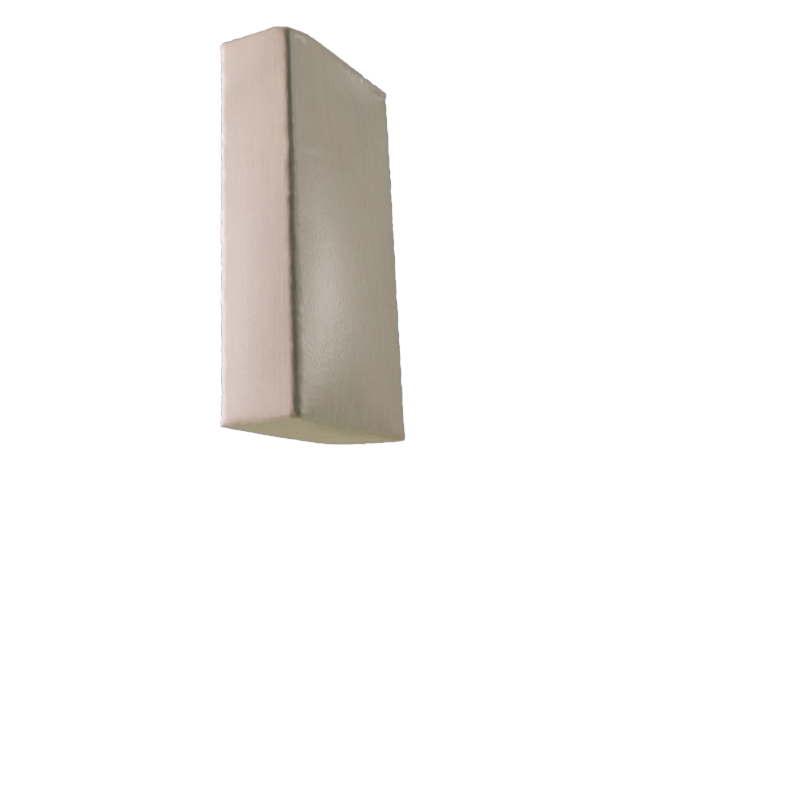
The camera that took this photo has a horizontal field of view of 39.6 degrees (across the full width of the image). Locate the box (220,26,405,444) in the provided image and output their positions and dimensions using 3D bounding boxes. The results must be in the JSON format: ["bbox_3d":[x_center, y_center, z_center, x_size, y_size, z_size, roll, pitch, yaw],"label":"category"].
[{"bbox_3d":[-0.039,-0.072,0.504,0.049,0.183,0.088,-10,-17,28],"label":"box"}]
